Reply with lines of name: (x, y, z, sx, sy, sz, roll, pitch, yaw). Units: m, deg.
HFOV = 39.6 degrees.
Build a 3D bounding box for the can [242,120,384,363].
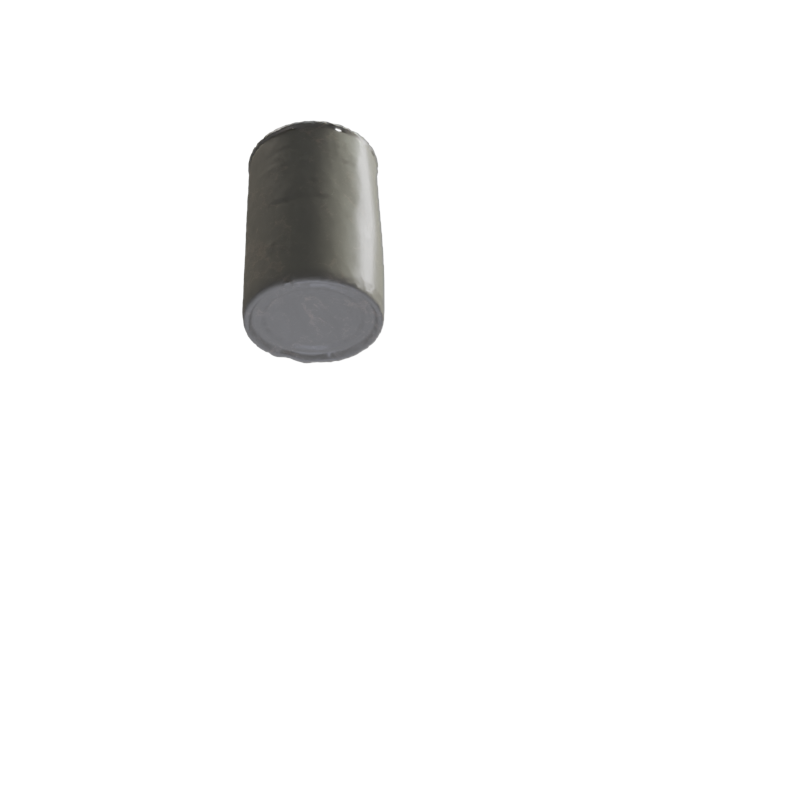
can: (-0.043, -0.078, 0.546, 0.068, 0.110, 0.064, -1, -37, -3)
